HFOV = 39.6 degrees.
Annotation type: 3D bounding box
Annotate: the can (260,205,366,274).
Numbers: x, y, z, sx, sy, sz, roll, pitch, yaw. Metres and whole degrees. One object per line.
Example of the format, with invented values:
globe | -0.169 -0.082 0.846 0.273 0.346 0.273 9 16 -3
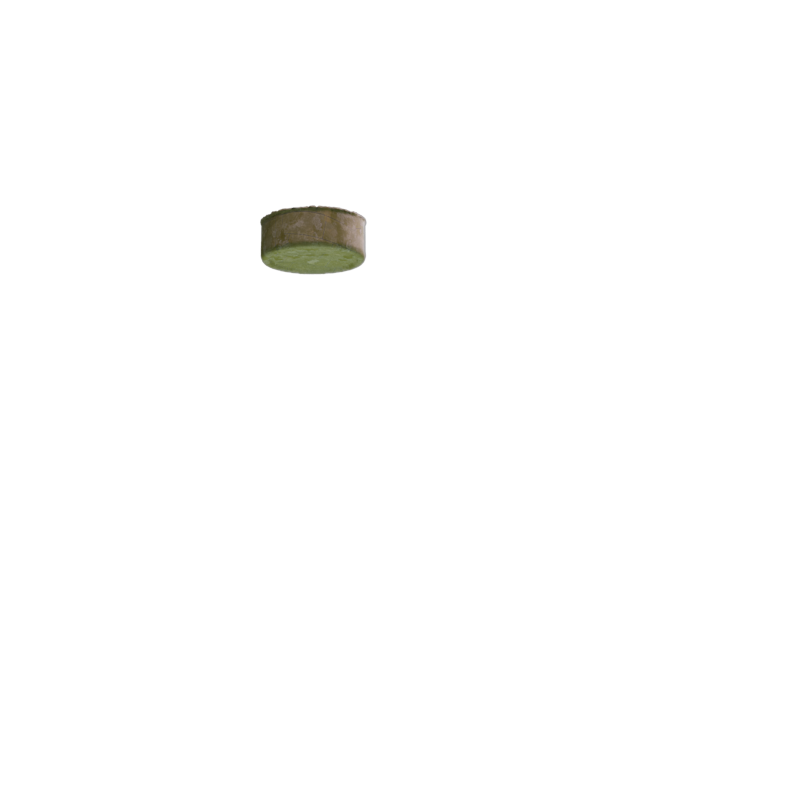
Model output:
can | -0.070 -0.127 0.891 0.086 0.035 0.083 0 -10 -2
